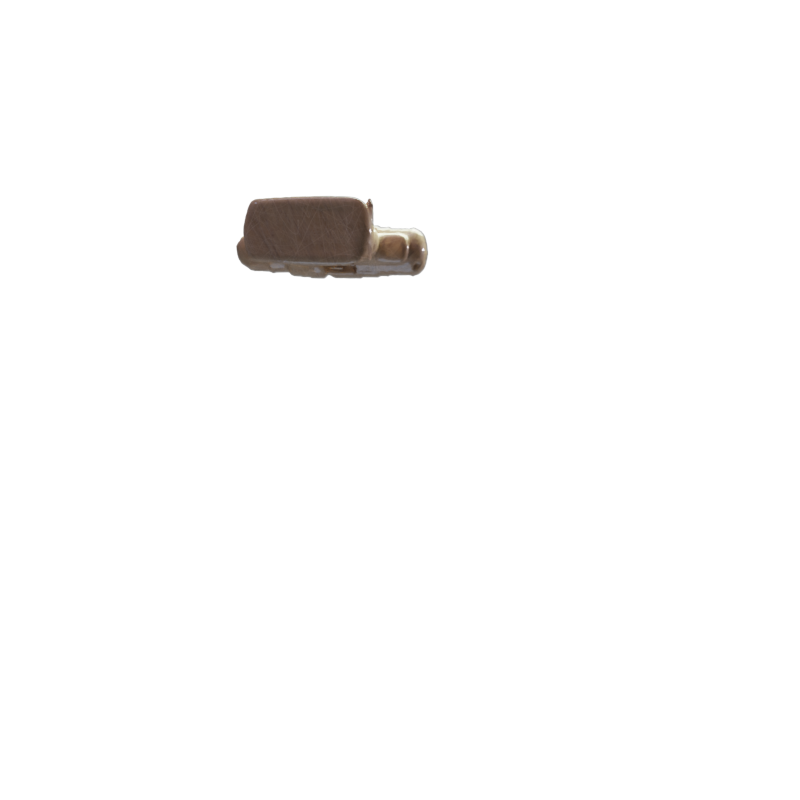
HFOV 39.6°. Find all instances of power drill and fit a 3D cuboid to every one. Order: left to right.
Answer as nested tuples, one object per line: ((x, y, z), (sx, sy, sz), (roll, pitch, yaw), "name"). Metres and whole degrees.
((-0.077, -0.141, 0.987), (0.187, 0.058, 0.184), (0, 2, 12), "power drill")
